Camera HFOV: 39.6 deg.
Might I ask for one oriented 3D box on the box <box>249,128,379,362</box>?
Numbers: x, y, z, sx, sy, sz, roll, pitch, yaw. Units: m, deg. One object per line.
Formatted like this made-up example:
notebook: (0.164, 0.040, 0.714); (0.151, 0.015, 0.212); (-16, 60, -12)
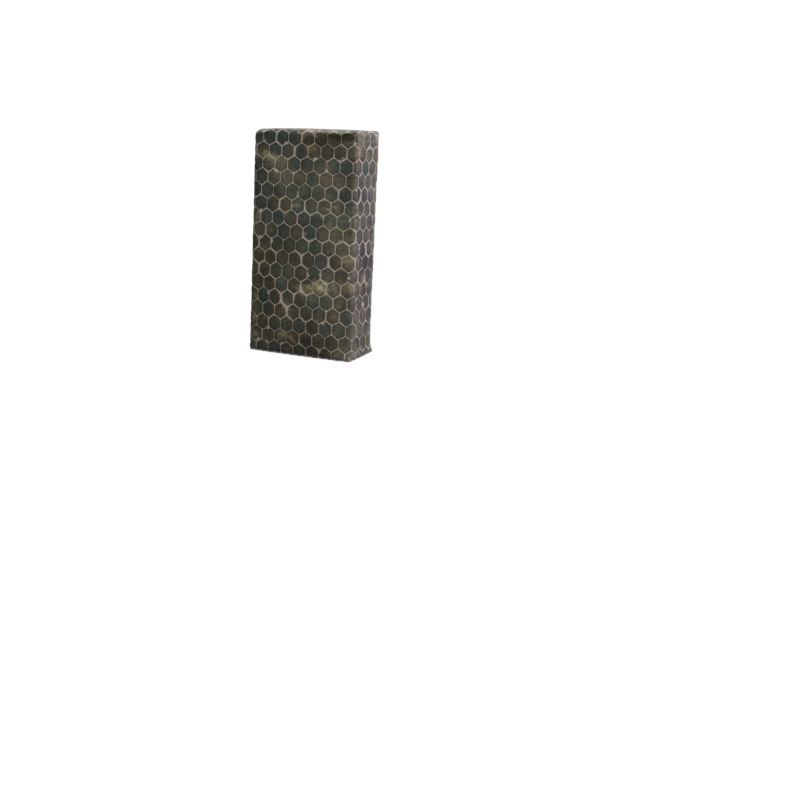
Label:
box: (-0.068, -0.124, 0.867); (0.097, 0.173, 0.047); (5, 9, 26)
